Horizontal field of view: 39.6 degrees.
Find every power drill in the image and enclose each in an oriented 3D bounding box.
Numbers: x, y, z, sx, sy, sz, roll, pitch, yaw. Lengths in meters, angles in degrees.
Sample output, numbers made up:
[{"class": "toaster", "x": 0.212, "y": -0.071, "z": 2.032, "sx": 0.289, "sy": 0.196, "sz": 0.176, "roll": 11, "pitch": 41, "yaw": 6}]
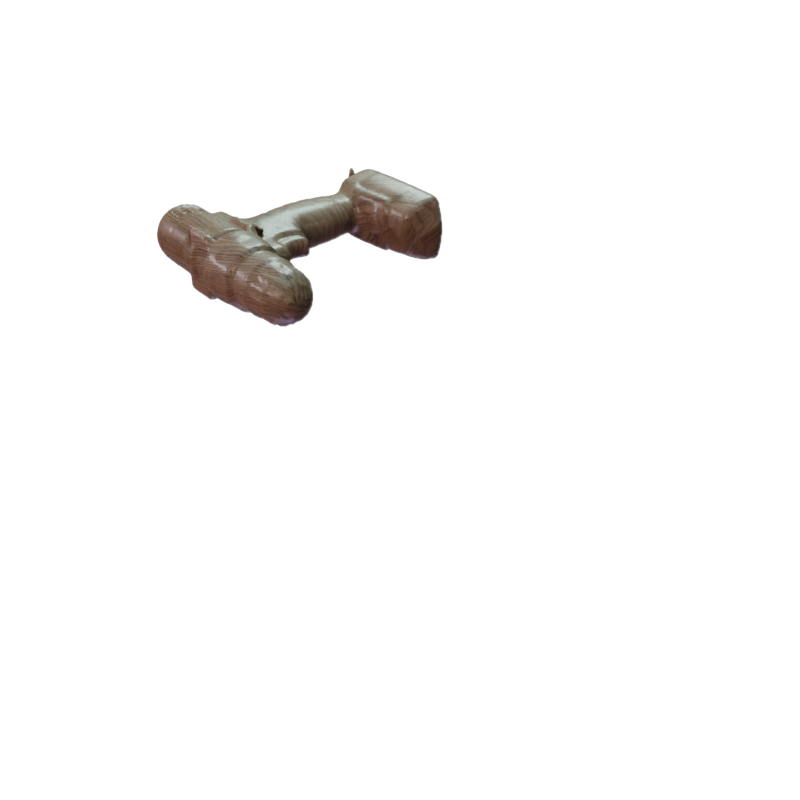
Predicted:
[{"class": "power drill", "x": -0.064, "y": -0.117, "z": 0.817, "sx": 0.184, "sy": 0.054, "sz": 0.198, "roll": -17, "pitch": 32, "yaw": -30}]
